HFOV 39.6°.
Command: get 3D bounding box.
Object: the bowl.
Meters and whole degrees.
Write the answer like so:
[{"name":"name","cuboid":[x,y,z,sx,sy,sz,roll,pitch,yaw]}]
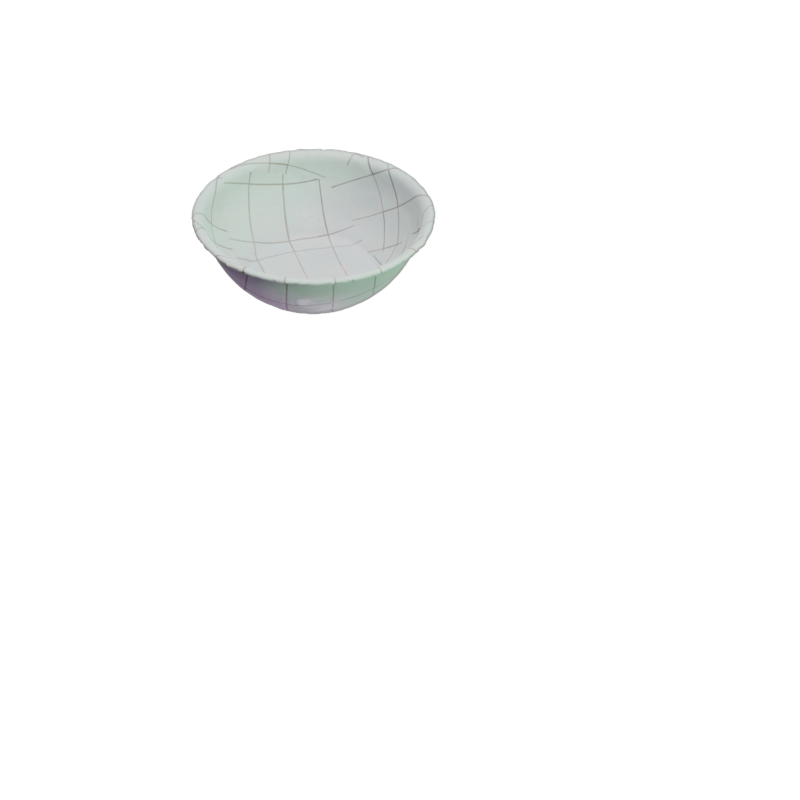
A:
[{"name":"bowl","cuboid":[-0.059,-0.107,0.752,0.162,0.051,0.174,-1,40,-2]}]
